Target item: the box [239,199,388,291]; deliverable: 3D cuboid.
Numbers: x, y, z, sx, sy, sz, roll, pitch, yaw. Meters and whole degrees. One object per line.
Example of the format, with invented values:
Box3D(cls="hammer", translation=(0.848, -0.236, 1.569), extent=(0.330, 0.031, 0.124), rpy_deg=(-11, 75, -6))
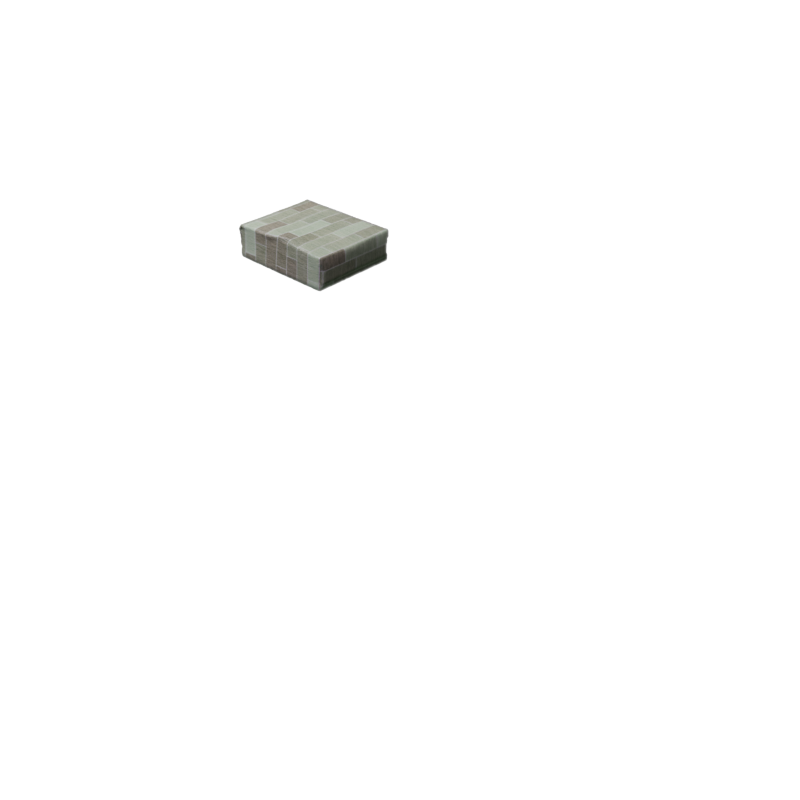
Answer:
Box3D(cls="box", translation=(-0.066, -0.120, 0.837), extent=(0.095, 0.028, 0.073), rpy_deg=(26, 39, 37))
